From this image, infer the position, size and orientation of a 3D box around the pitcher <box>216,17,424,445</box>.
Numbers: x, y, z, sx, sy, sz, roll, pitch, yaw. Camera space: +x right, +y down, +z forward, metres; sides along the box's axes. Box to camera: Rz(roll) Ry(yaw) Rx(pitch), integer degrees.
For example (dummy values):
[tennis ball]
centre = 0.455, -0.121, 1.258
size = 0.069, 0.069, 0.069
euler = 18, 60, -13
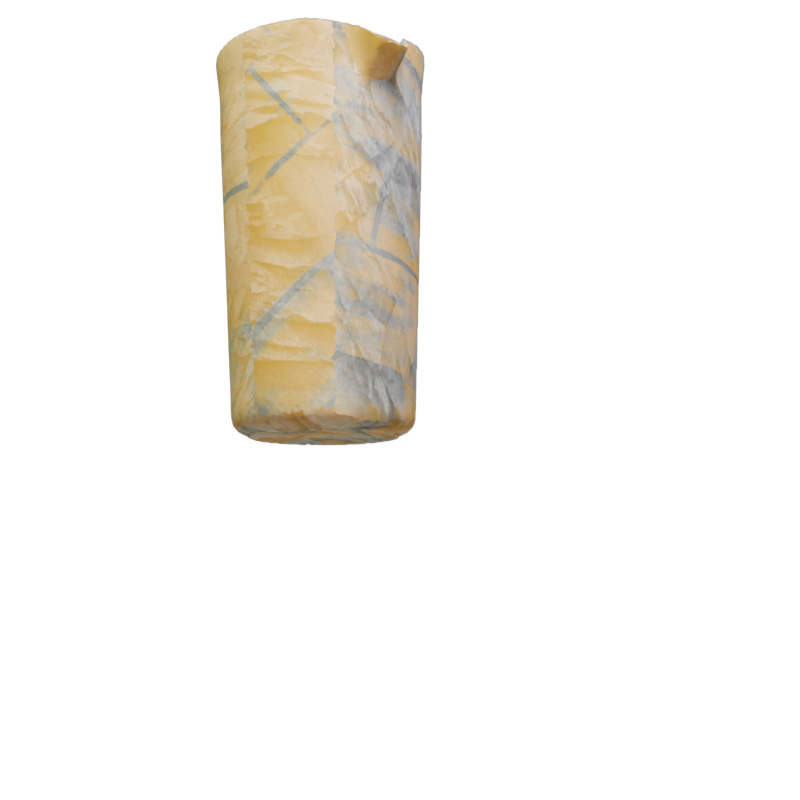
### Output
[pitcher]
centre = -0.054, -0.098, 0.686
size = 0.147, 0.252, 0.142
euler = -3, -14, 9
